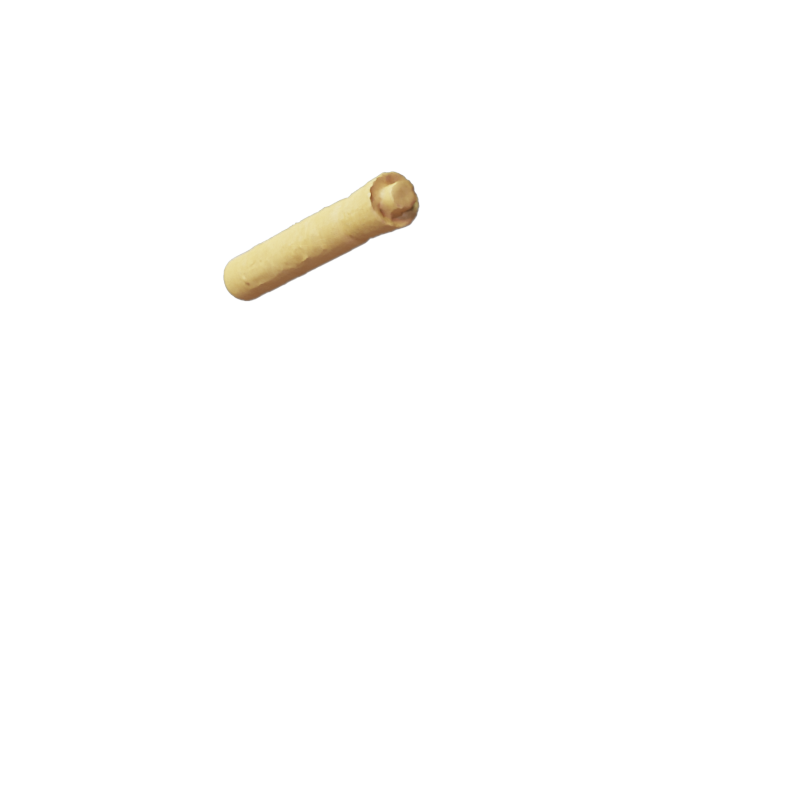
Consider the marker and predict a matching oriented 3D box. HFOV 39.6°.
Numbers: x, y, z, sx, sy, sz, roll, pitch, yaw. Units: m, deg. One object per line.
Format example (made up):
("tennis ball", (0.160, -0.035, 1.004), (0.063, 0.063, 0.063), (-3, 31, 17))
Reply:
("marker", (-0.031, -0.057, 0.396), (0.019, 0.020, 0.122), (-2, -6, -32))
